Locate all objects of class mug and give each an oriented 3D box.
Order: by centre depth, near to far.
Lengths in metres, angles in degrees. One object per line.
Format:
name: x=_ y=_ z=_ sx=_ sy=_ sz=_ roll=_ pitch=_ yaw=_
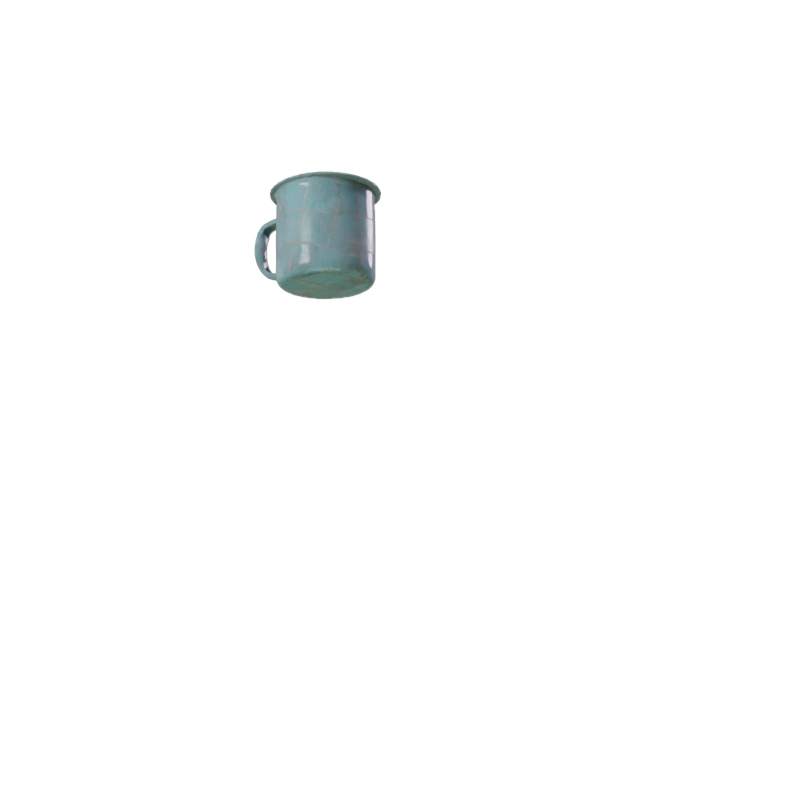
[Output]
mug: x=-0.072 y=-0.131 z=0.919 sx=0.120 sy=0.085 sz=0.087 roll=-9 pitch=-18 yaw=28
